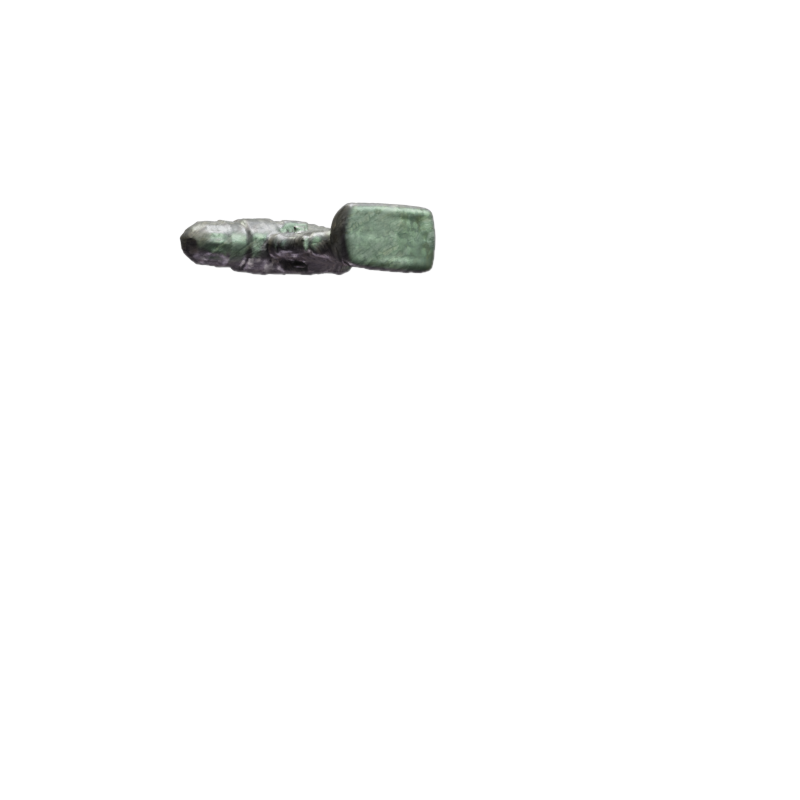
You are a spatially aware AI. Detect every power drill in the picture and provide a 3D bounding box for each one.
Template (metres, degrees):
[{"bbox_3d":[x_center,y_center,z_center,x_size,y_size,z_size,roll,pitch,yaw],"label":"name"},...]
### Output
[{"bbox_3d":[-0.076,-0.139,0.975,0.178,0.057,0.195,-4,6,-38],"label":"power drill"}]
